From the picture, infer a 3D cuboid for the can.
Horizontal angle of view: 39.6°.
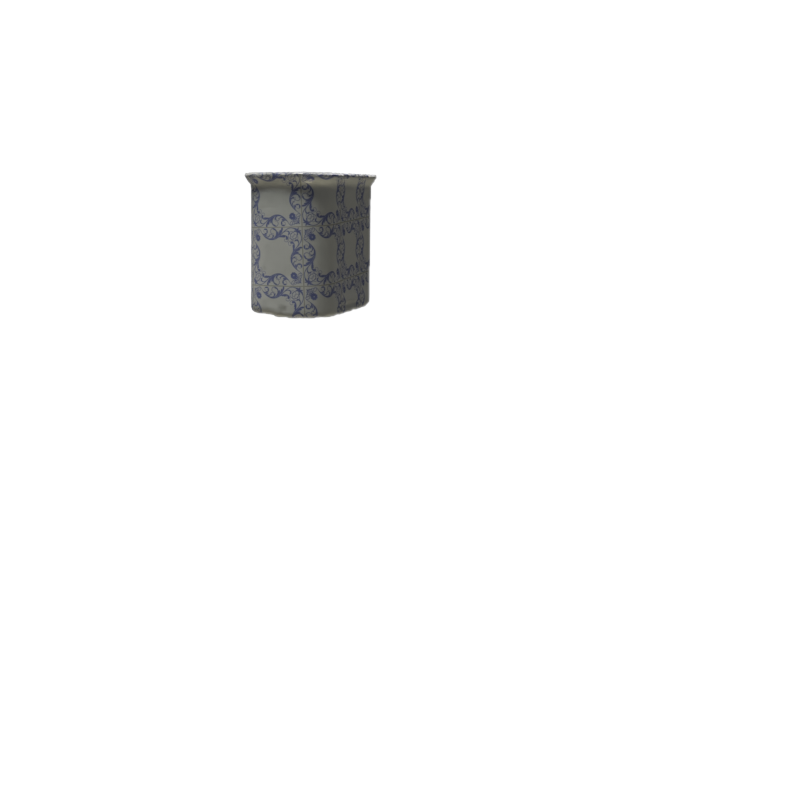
[{"bbox_3d":[-0.053,-0.097,0.678,0.059,0.083,0.101,2,8,19],"label":"can"}]
